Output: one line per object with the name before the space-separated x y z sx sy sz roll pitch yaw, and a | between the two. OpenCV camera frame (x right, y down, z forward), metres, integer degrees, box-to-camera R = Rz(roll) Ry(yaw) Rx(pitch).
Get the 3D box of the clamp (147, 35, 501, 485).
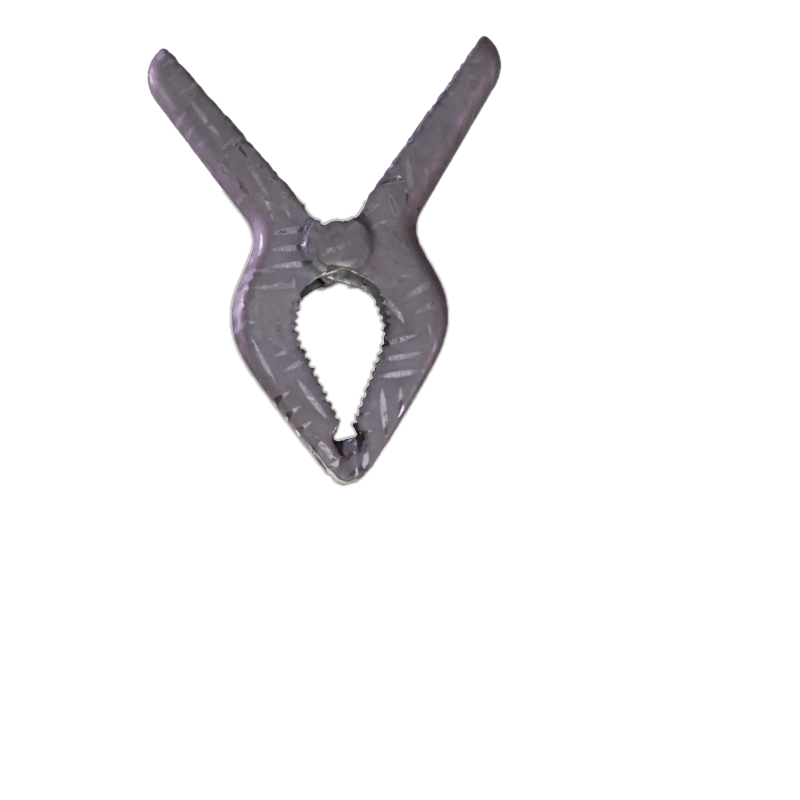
clamp | -0.039 -0.071 0.497 0.165 0.218 0.035 3 -15 1
